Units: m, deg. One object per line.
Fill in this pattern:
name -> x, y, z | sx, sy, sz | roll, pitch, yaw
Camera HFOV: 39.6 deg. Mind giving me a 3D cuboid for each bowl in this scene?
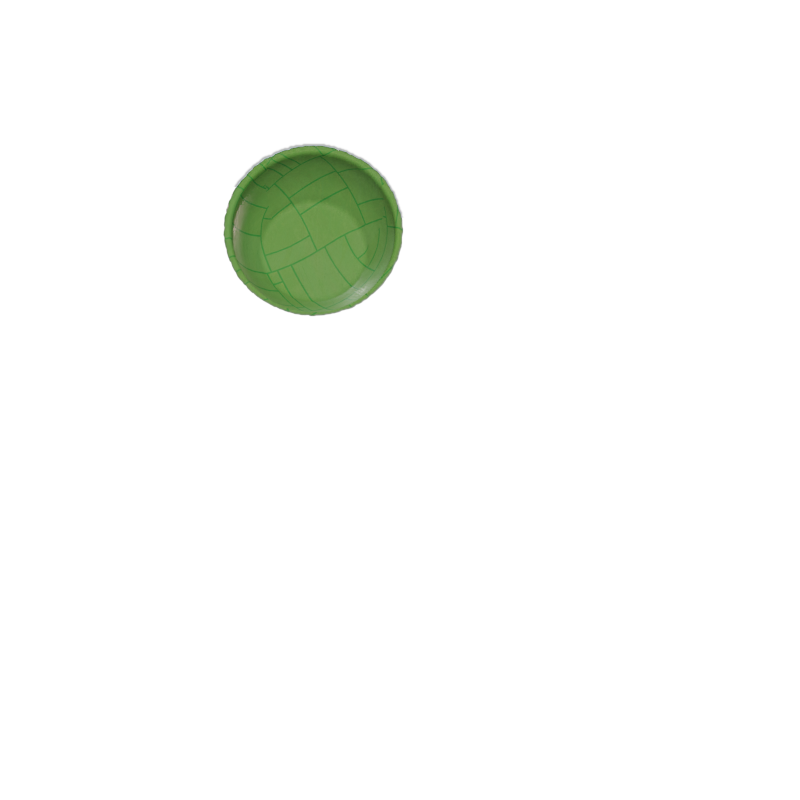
bowl -> -0.076, -0.139, 0.975 | 0.162, 0.155, 0.058 | 1, 21, -1
